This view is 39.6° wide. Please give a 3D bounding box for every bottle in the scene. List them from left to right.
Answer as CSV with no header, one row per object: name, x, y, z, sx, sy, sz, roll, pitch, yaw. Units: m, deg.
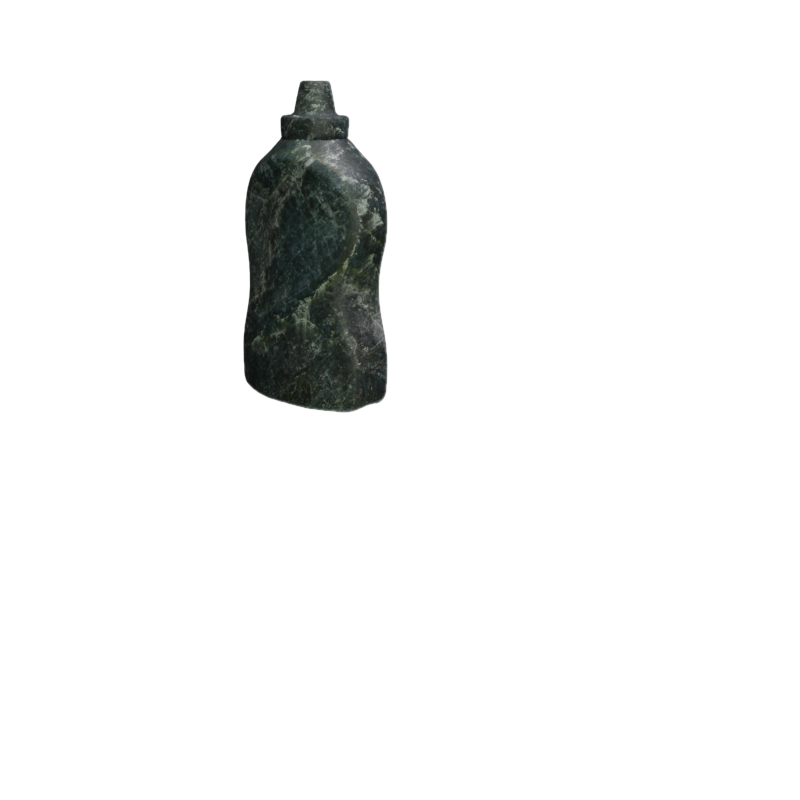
bottle,-0.052,-0.095,0.668,0.101,0.187,0.057,10,14,42
